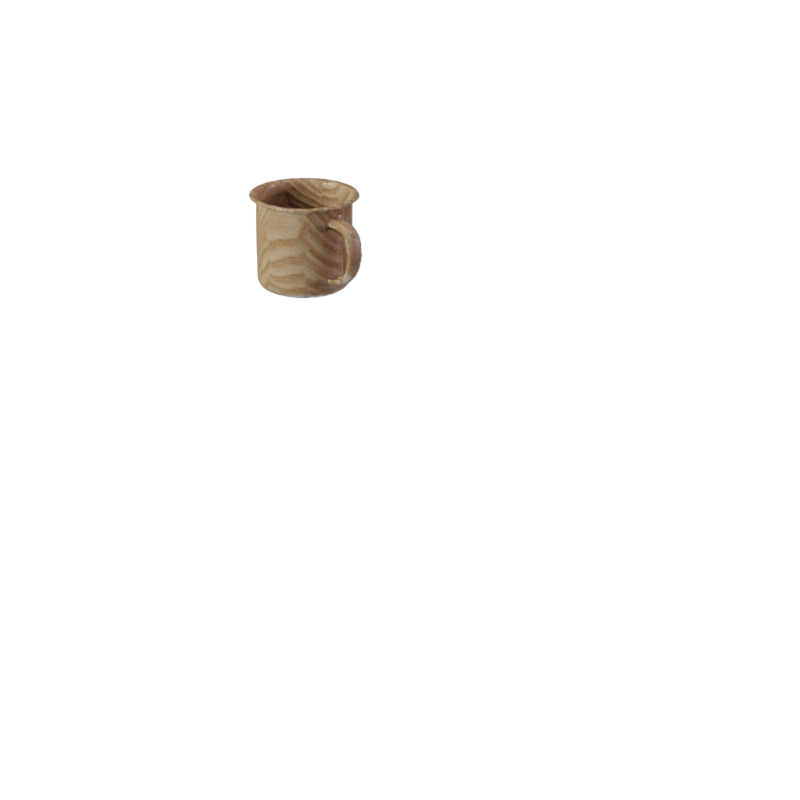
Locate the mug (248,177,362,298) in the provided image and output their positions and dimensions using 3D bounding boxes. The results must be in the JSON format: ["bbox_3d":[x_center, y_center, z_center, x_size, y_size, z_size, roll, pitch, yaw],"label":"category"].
[{"bbox_3d":[-0.073,-0.134,0.939,0.092,0.078,0.125,-20,32,-38],"label":"mug"}]
